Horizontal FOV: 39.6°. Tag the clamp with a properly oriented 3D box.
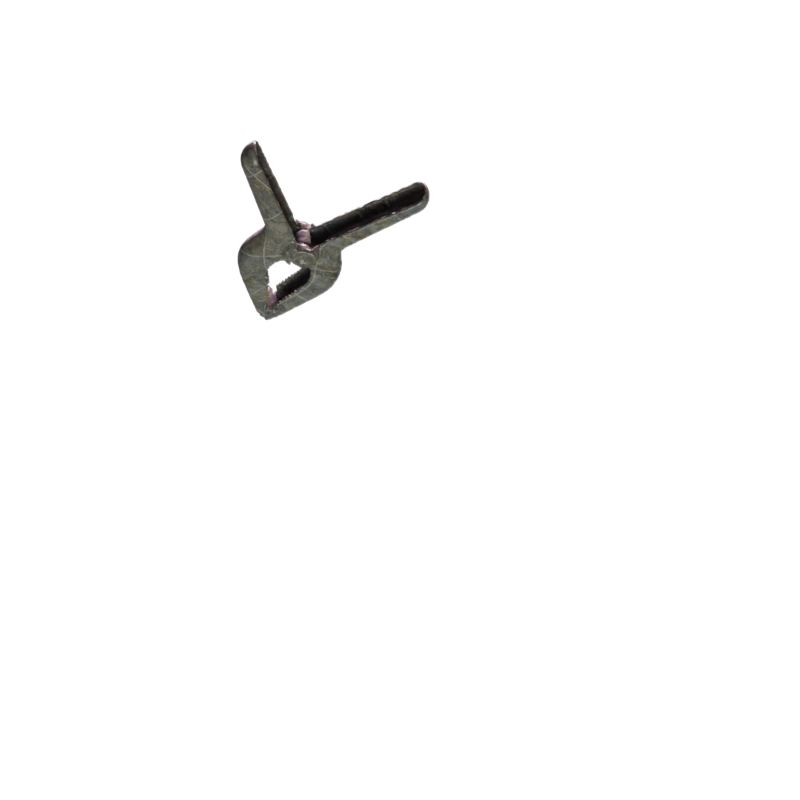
[{"bbox_3d":[-0.077,-0.140,0.980,0.161,0.039,0.200,9,-37,-13],"label":"clamp"}]
